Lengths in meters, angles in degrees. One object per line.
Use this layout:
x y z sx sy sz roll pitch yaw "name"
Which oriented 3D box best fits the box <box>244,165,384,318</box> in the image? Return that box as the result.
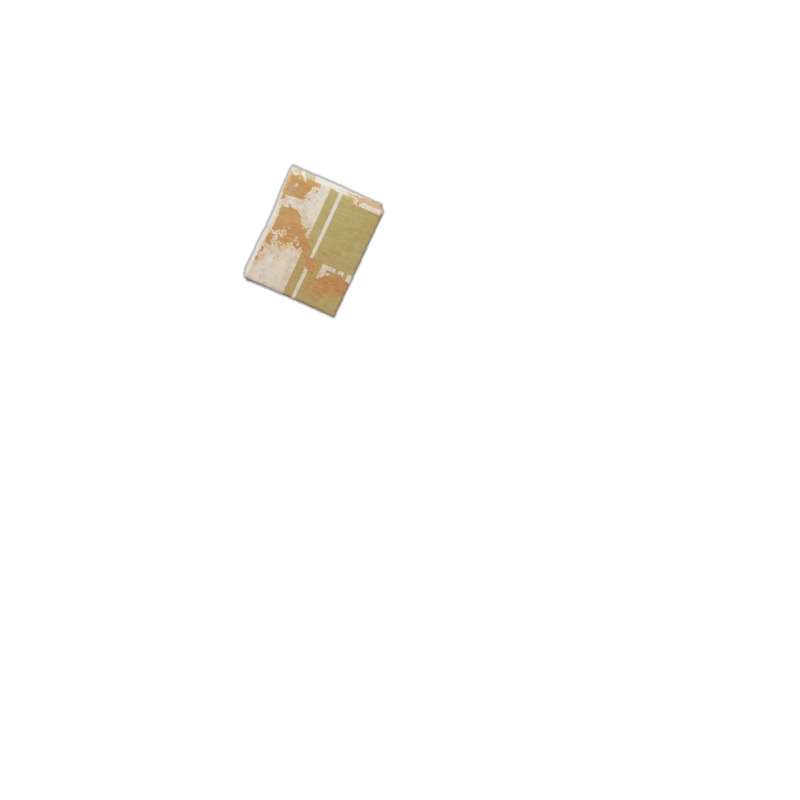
-0.063 -0.115 0.804 0.072 0.088 0.031 24 12 -6 "box"
